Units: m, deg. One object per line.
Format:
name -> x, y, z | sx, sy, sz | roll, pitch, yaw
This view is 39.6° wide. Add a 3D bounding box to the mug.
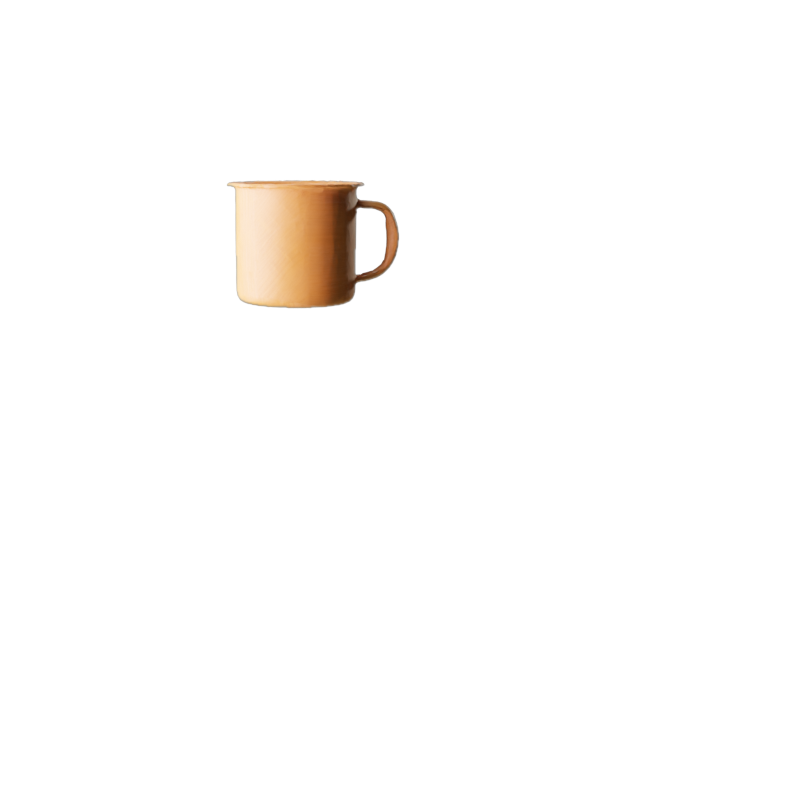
mug -> -0.059, -0.108, 0.756 | 0.116, 0.080, 0.096 | -1, 9, -8
